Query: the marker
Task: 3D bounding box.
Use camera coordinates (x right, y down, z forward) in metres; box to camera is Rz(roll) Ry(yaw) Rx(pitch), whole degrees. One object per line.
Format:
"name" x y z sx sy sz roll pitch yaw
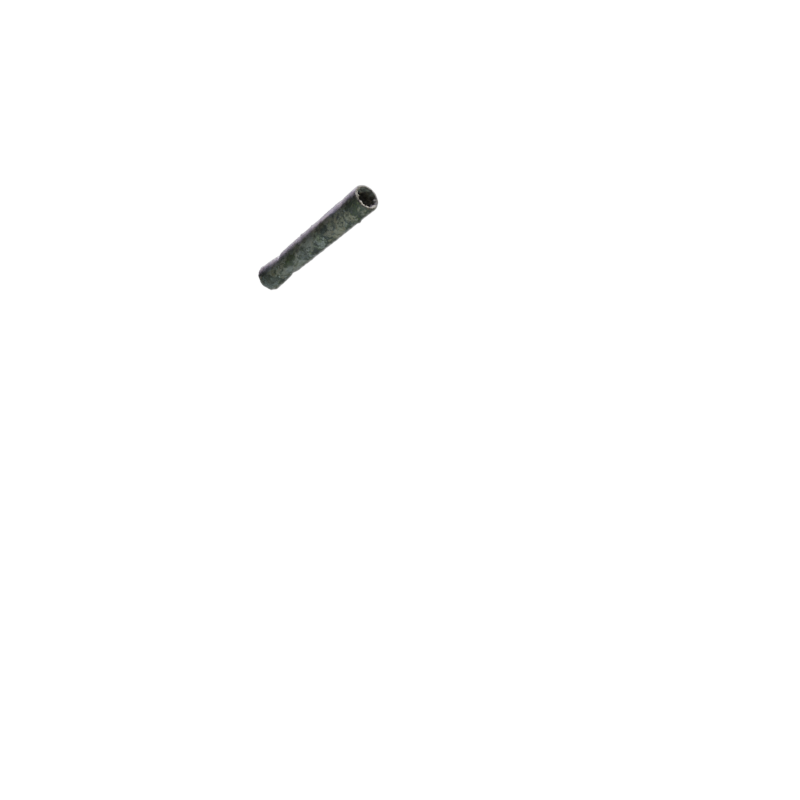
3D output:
"marker" -0.058 -0.105 0.737 0.019 0.021 0.120 -3 -20 -42
